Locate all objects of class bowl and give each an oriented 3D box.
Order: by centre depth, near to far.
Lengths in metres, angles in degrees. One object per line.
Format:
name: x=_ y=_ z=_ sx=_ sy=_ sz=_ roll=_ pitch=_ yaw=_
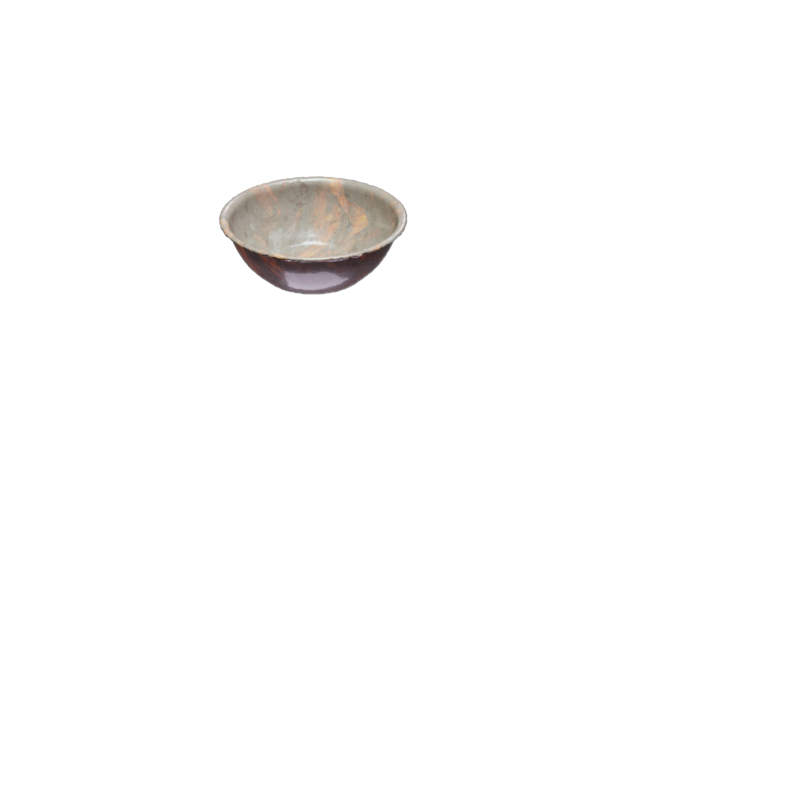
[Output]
bowl: x=-0.075 y=-0.137 z=0.960 sx=0.162 sy=0.052 sz=0.173 roll=-1 pitch=33 yaw=-2
